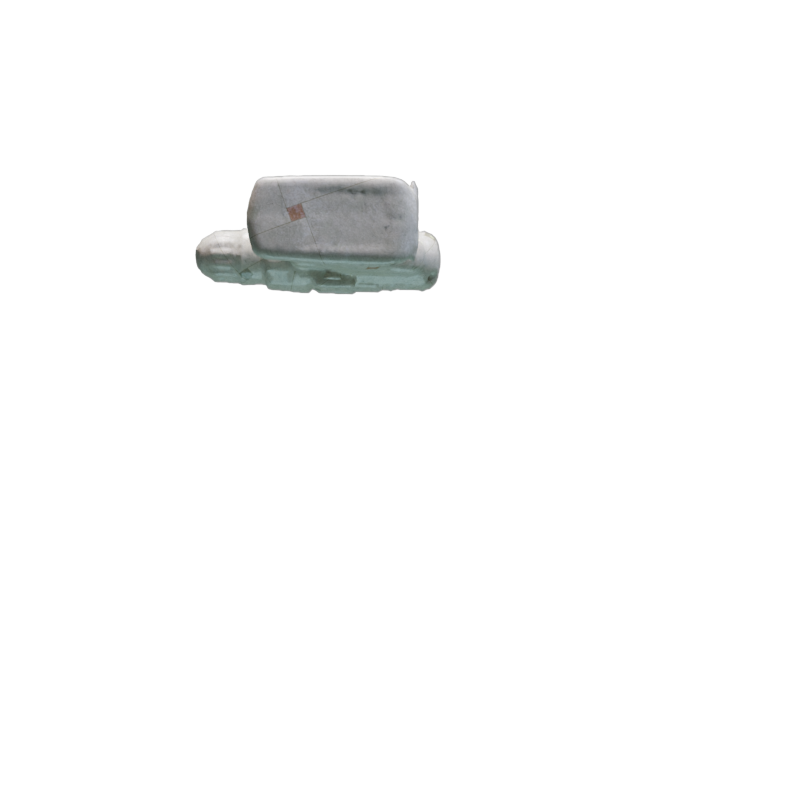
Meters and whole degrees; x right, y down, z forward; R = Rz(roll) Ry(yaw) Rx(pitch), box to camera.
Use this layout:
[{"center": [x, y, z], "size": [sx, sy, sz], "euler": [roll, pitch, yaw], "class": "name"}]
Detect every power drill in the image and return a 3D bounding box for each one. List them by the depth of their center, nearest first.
[{"center": [-0.060, -0.110, 0.769], "size": [0.185, 0.058, 0.185], "euler": [0, -1, 0], "class": "power drill"}]
